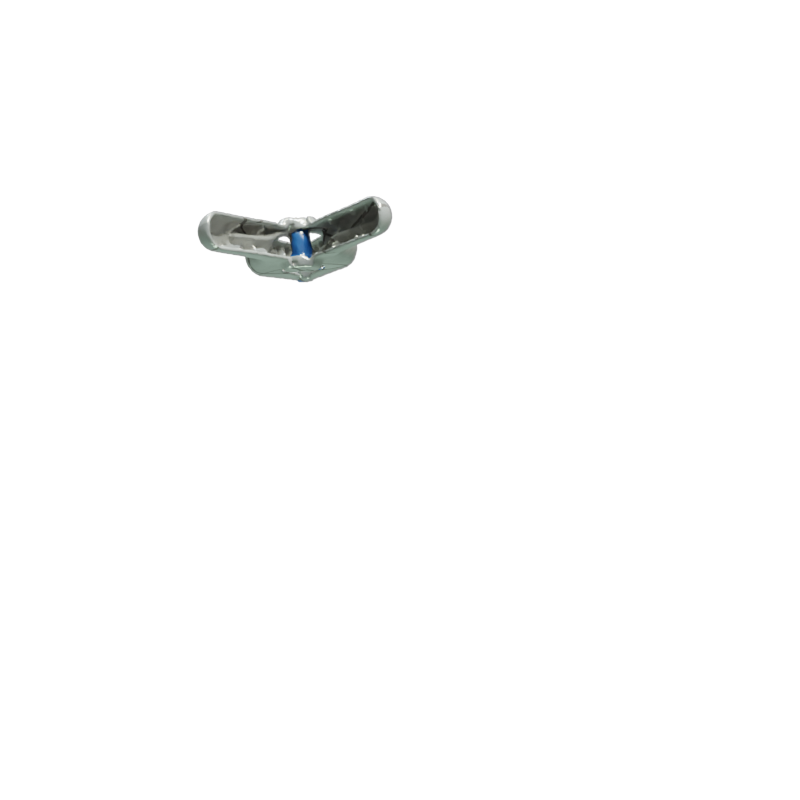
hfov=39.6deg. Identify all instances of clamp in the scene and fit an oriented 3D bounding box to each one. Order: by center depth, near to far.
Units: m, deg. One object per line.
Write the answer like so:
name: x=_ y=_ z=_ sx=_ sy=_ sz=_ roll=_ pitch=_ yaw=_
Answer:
clamp: x=-0.059 y=-0.108 z=0.755 sx=0.121 sy=0.040 sz=0.168 roll=0 pitch=0 yaw=7
